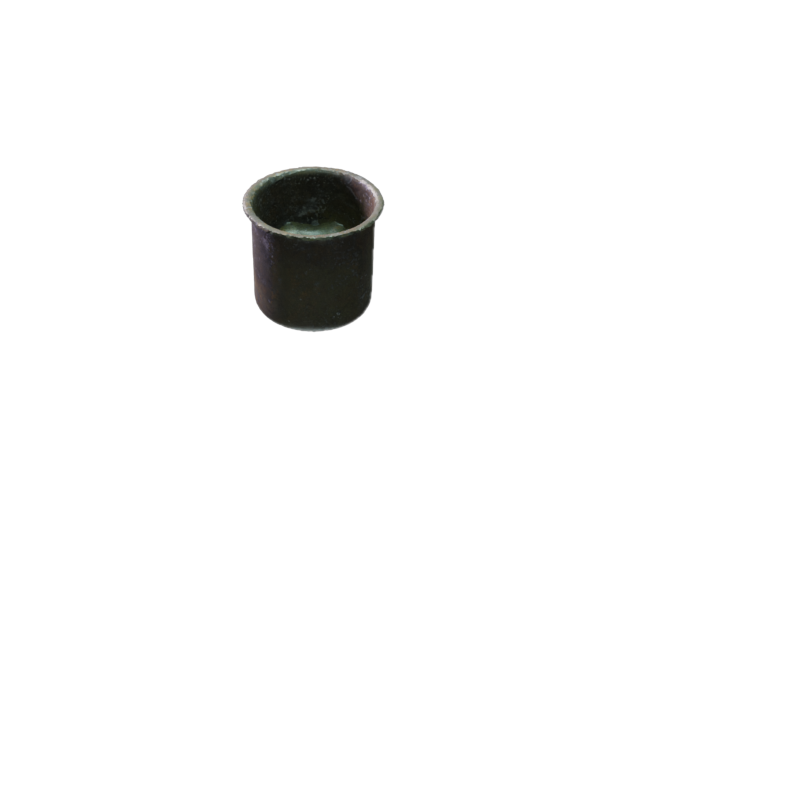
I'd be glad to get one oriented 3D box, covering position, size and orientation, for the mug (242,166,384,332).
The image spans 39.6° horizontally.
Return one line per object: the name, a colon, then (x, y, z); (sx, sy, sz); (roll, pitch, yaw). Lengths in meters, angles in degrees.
mug: (-0.059, -0.108, 0.759); (0.093, 0.076, 0.125); (0, 38, -2)
